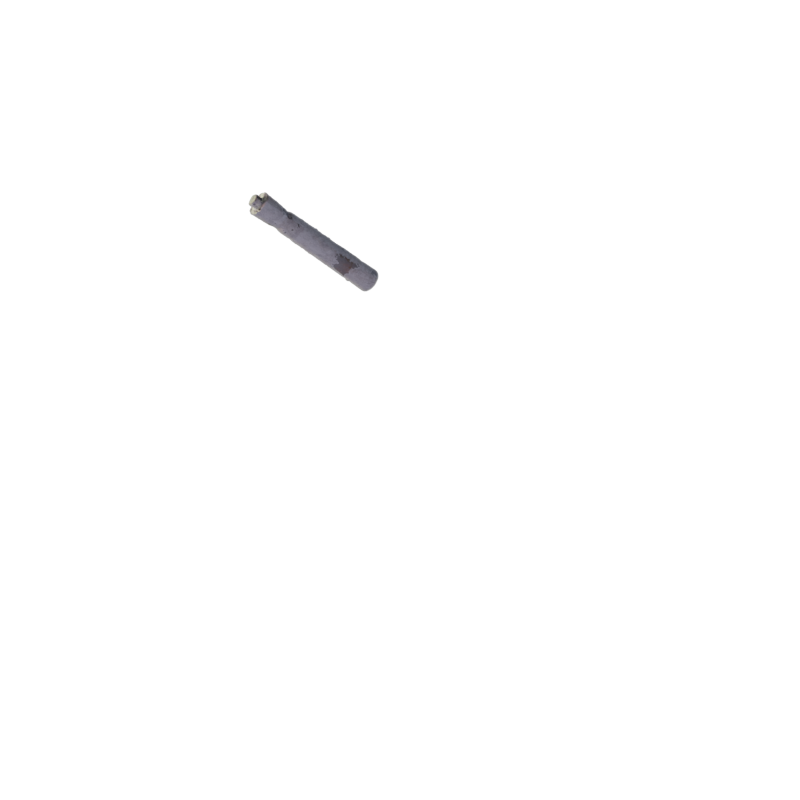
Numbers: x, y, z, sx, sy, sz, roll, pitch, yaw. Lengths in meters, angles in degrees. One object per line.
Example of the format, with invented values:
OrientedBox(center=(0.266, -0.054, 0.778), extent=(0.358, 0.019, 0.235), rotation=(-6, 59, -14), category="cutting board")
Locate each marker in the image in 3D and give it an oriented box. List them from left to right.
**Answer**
OrientedBox(center=(-0.064, -0.117, 0.820), extent=(0.114, 0.020, 0.020), rotation=(32, -15, -31), category="marker")
